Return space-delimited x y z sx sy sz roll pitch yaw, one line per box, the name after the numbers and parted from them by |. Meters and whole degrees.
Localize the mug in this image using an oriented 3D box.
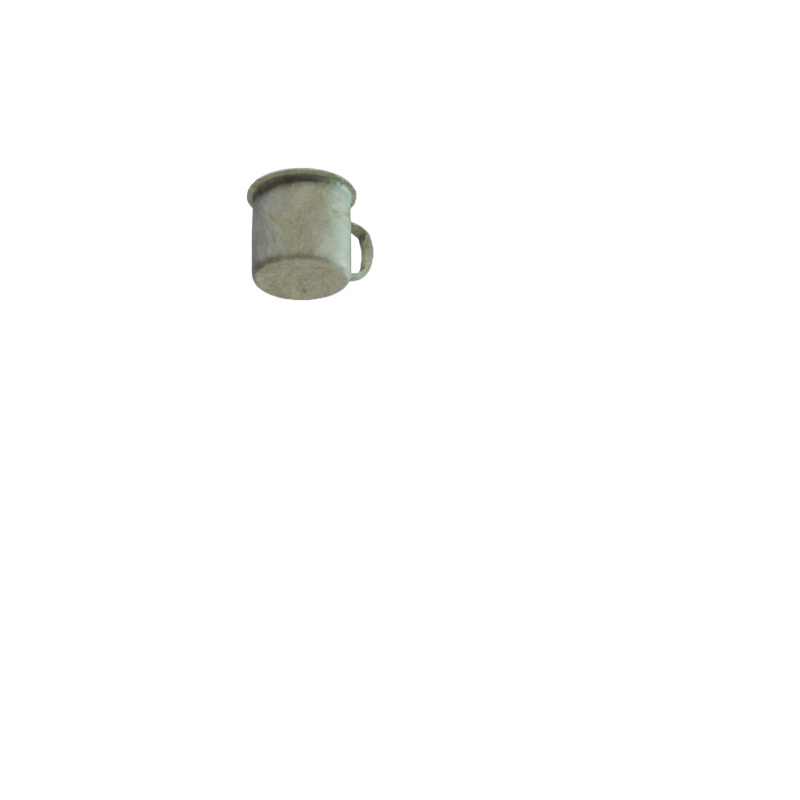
-0.072 -0.132 0.925 0.111 0.086 0.093 16 -28 -34 | mug
